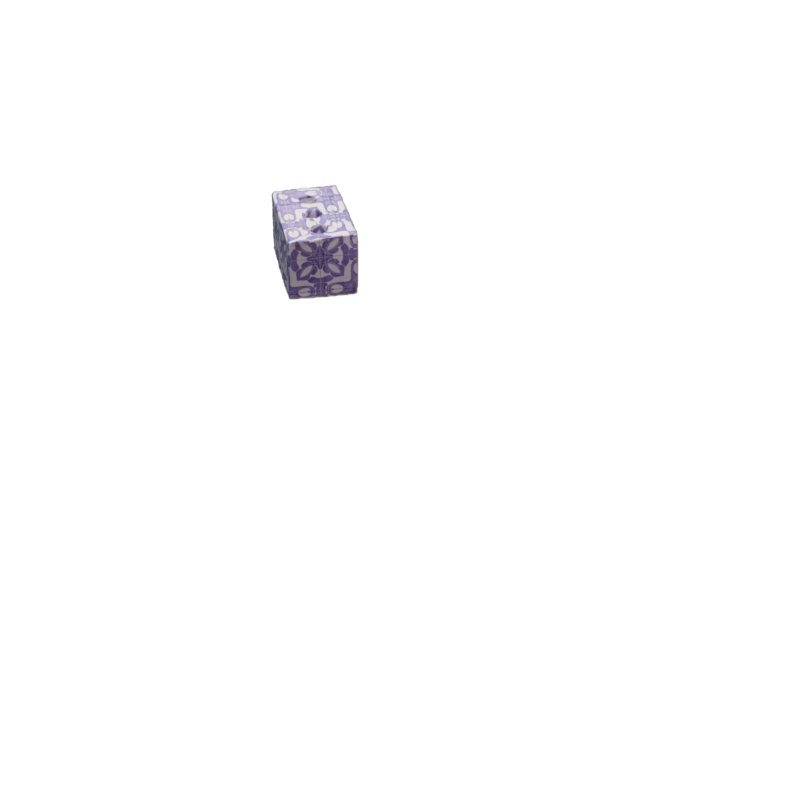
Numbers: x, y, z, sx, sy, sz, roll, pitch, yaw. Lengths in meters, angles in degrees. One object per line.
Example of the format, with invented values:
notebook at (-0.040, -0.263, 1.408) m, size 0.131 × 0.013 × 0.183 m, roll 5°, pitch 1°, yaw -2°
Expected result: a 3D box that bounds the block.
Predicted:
block at (-0.065, -0.119, 0.830) m, size 0.052 × 0.048 × 0.084 m, roll -7°, pitch 37°, yaw -12°
